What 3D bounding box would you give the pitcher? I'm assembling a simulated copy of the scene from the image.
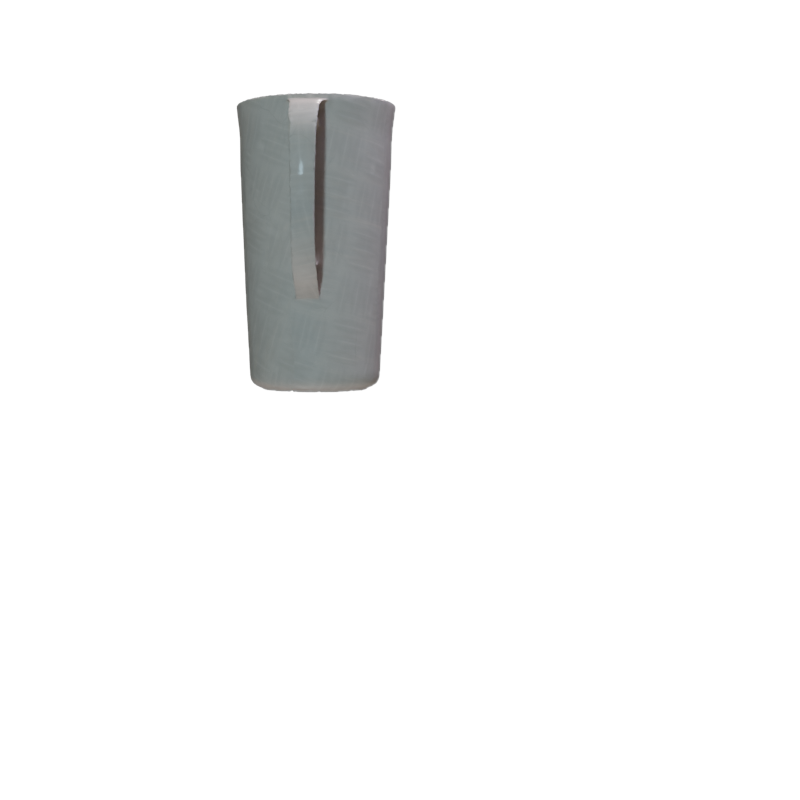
[{"bbox_3d":[-0.072,-0.131,0.917,0.143,0.245,0.150,1,-2,-43],"label":"pitcher"}]
